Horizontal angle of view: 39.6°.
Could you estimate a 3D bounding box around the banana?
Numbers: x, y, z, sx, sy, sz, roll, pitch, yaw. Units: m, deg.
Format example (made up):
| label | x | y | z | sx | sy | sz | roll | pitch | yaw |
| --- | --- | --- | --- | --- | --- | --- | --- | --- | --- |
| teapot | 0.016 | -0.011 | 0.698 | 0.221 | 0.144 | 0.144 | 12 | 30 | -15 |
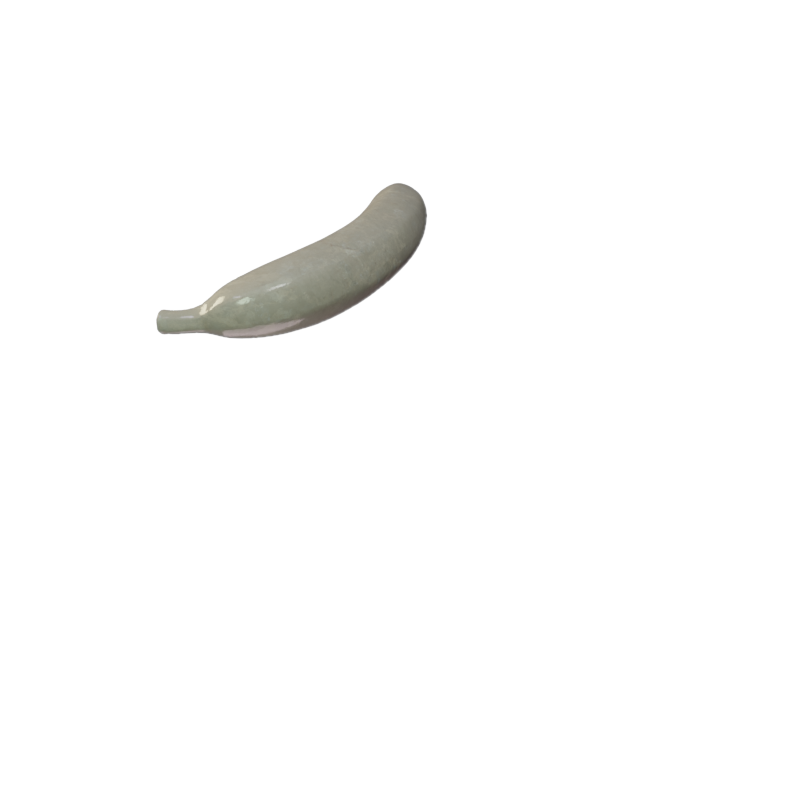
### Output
| label | x | y | z | sx | sy | sz | roll | pitch | yaw |
| --- | --- | --- | --- | --- | --- | --- | --- | --- | --- |
| banana | -0.034 | -0.076 | 0.580 | 0.074 | 0.035 | 0.198 | 22 | 37 | 31 |
